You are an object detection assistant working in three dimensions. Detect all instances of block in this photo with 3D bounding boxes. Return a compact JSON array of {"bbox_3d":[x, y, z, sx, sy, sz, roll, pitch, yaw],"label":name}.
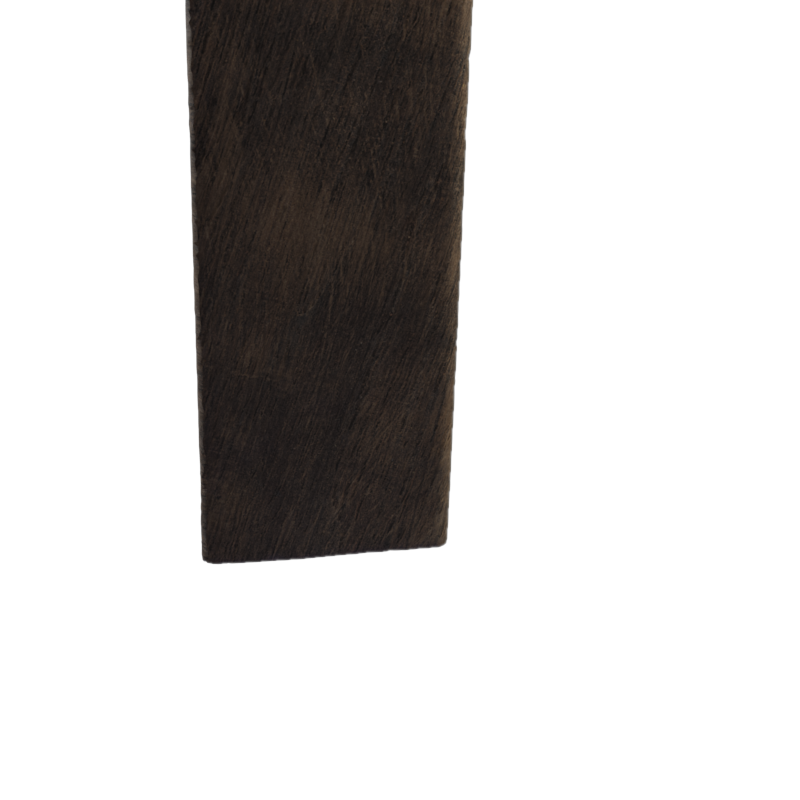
[{"bbox_3d":[-0.031,-0.057,0.402,0.089,0.198,0.096,-2,19,-9],"label":"block"}]
